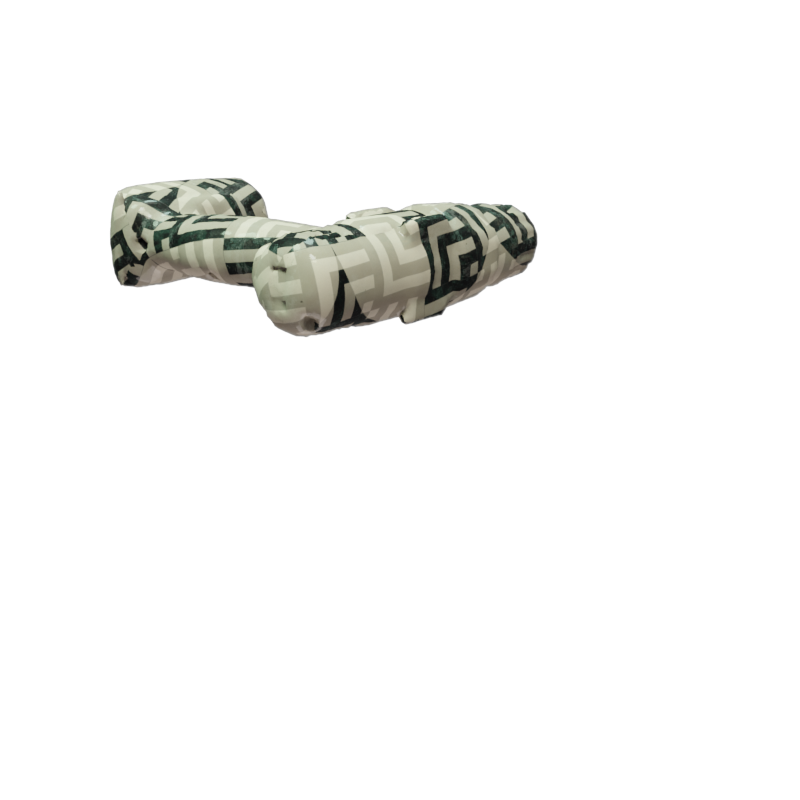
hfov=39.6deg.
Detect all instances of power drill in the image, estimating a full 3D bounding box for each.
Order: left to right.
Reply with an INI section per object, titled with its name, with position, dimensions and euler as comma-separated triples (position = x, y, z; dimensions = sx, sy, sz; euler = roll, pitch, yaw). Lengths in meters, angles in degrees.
[power drill]
position = -0.045, -0.083, 0.579
dimensions = 0.197, 0.056, 0.180
euler = 13, 19, 40
